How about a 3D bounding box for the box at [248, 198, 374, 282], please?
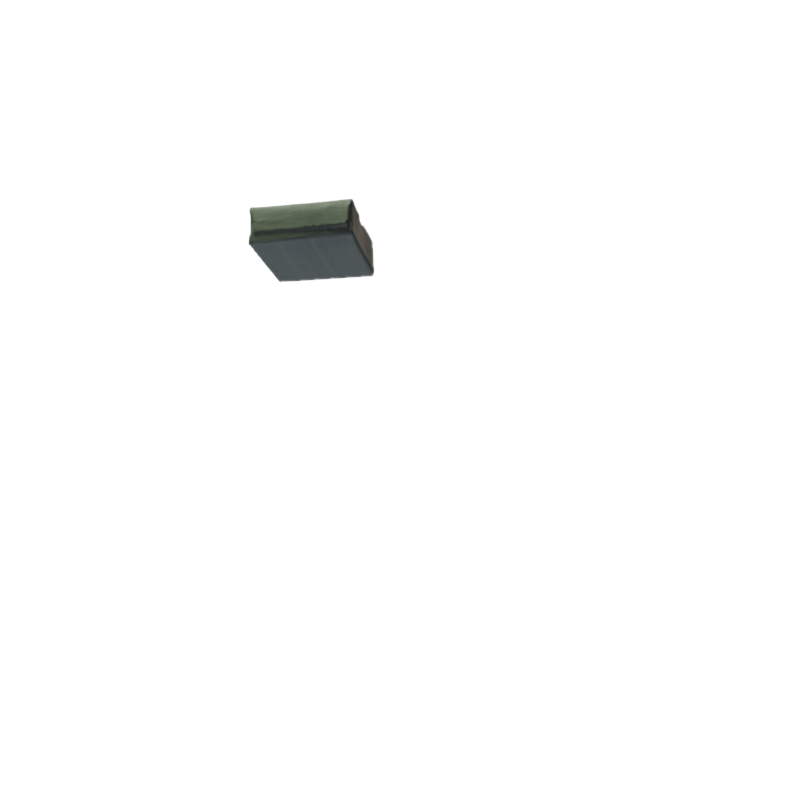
[{"bbox_3d":[-0.062,-0.113,0.791,0.074,0.031,0.084,-3,-15,10],"label":"box"}]
